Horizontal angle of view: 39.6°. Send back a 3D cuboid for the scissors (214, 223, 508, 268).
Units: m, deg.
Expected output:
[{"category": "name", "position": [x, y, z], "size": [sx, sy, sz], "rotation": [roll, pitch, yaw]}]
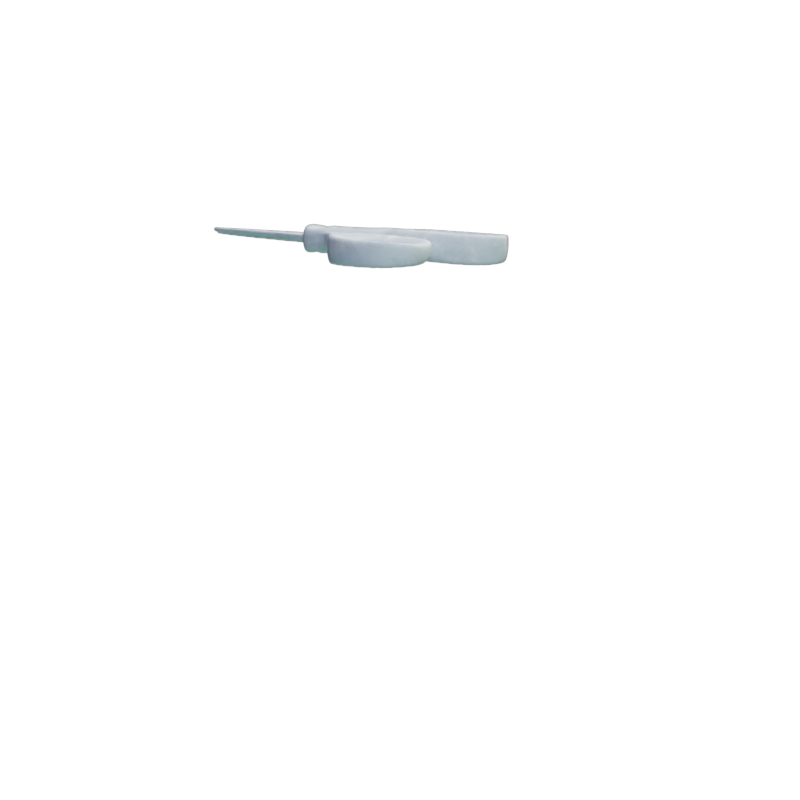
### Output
[{"category": "scissors", "position": [-0.045, -0.082, 0.573], "size": [0.210, 0.015, 0.094], "rotation": [7, 14, 32]}]
